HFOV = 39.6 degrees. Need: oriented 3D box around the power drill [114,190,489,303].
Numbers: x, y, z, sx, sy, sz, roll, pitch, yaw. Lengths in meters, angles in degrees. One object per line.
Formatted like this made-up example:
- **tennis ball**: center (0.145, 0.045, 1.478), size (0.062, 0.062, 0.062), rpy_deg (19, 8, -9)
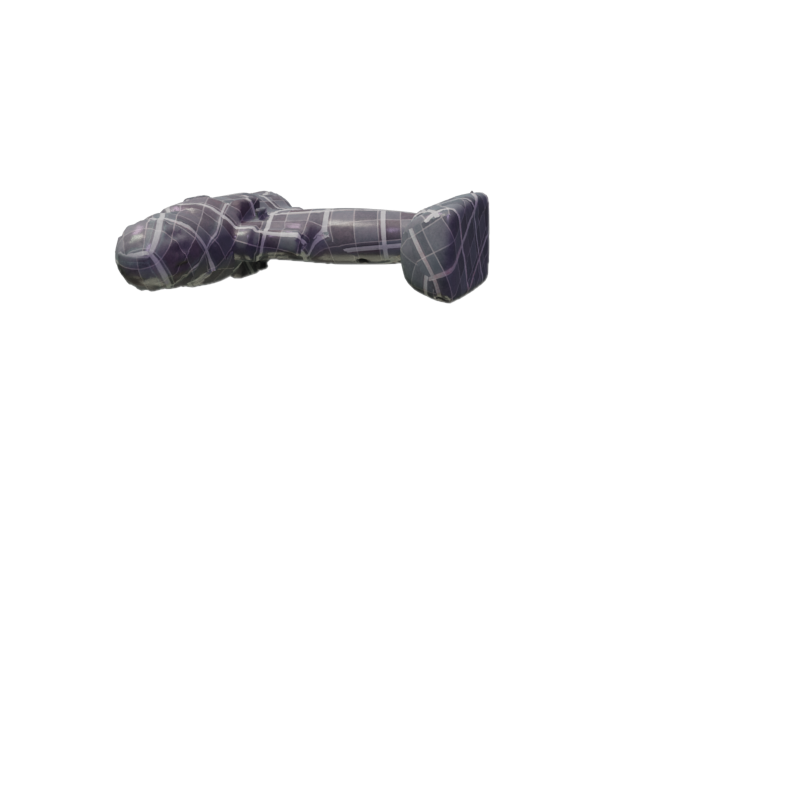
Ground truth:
- **power drill**: center (-0.051, -0.093, 0.650), size (0.193, 0.056, 0.185), rpy_deg (6, 18, 19)
